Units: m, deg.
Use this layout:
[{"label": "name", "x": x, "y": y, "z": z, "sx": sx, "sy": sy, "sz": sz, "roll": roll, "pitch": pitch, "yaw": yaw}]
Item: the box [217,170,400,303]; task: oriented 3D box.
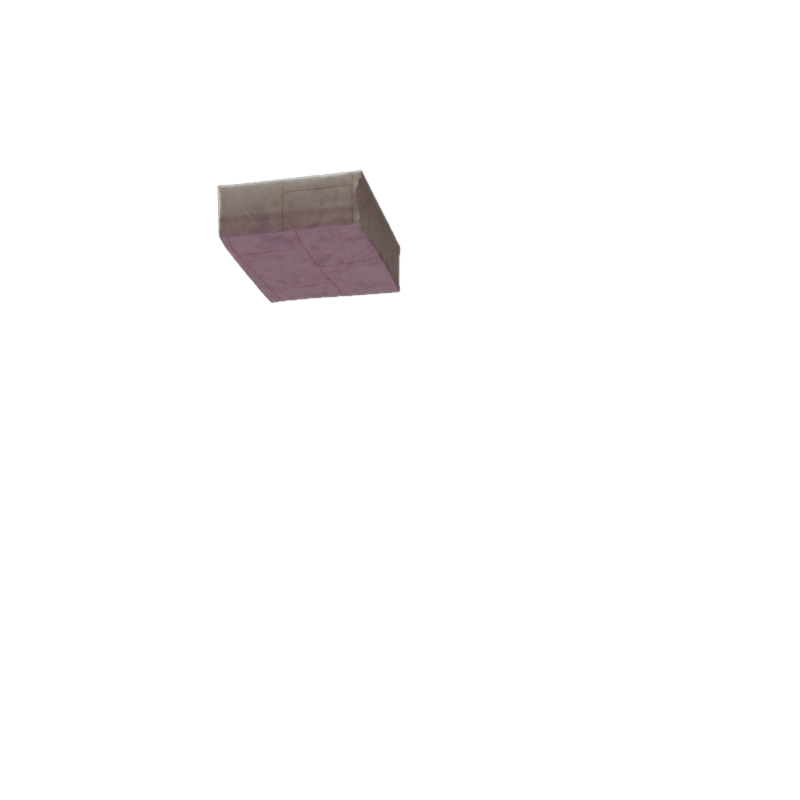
[{"label": "box", "x": -0.054, "y": -0.098, "z": 0.686, "sx": 0.091, "sy": 0.041, "sz": 0.107, "roll": -4, "pitch": -17, "yaw": 12}]
